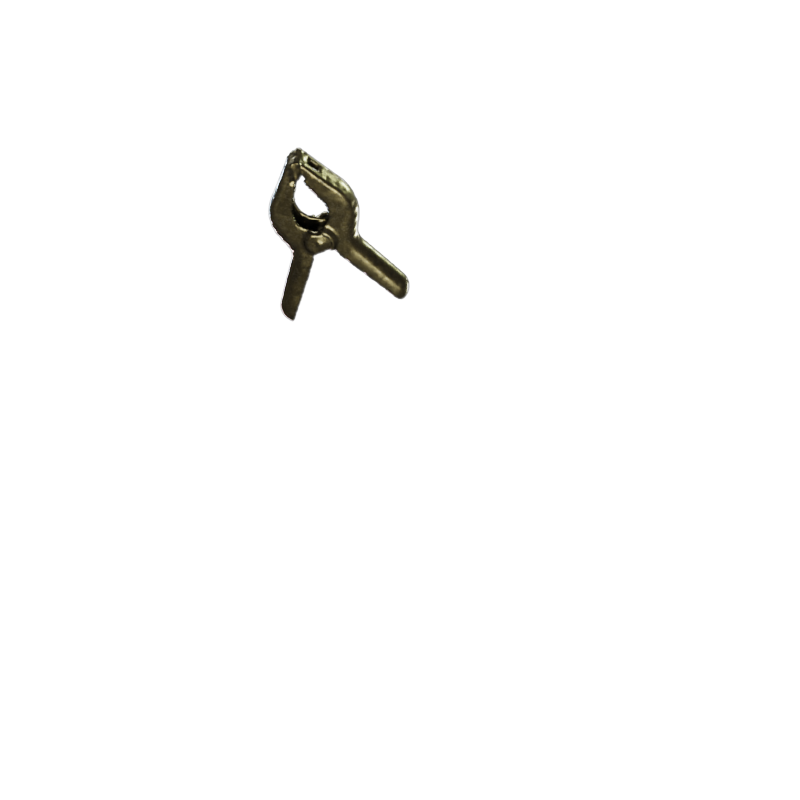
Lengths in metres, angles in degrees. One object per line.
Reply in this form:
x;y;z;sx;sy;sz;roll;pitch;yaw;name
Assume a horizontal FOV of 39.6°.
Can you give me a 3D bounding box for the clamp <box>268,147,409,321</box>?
-0.077;-0.140;0.983;0.120;0.160;0.042;-22;29;12;clamp
